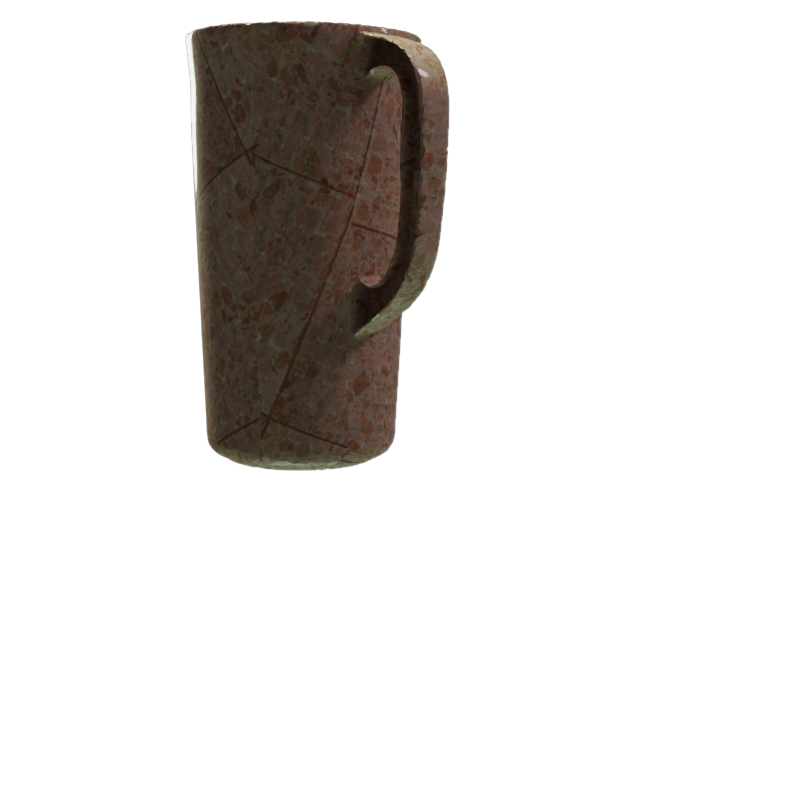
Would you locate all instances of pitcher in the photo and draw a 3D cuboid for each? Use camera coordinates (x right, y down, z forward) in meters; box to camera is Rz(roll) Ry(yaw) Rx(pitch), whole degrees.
[{"bbox_3d":[-0.049,-0.089,0.622,0.145,0.241,0.150,0,4,2],"label":"pitcher"}]
